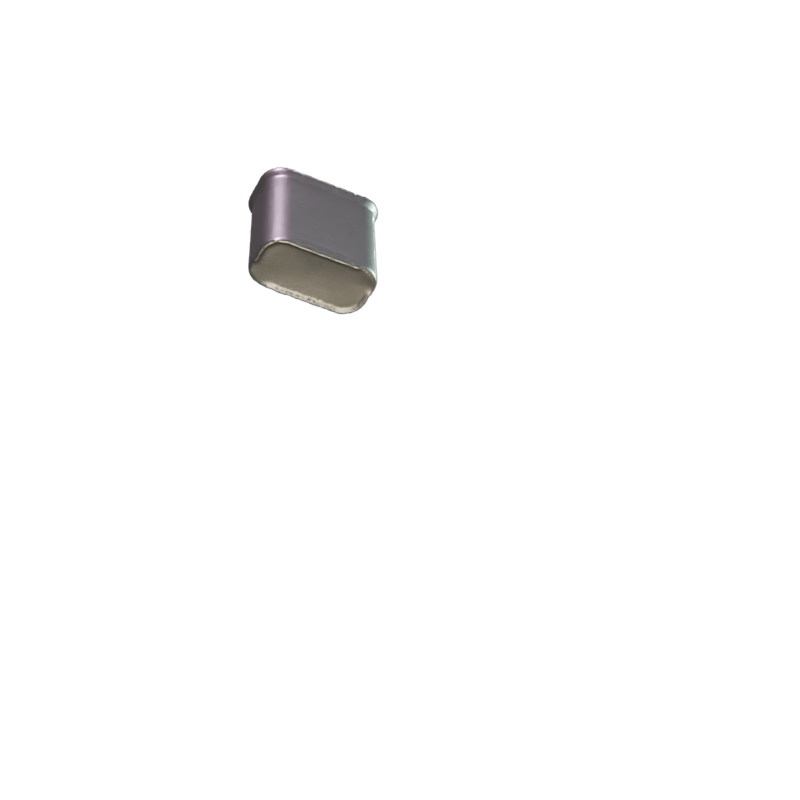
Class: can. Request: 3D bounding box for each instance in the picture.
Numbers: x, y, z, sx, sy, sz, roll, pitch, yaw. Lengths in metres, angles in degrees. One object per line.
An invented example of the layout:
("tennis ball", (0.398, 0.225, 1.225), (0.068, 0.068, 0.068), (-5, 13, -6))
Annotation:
("can", (-0.067, -0.122, 0.857), (0.098, 0.090, 0.055), (18, -49, -19))
